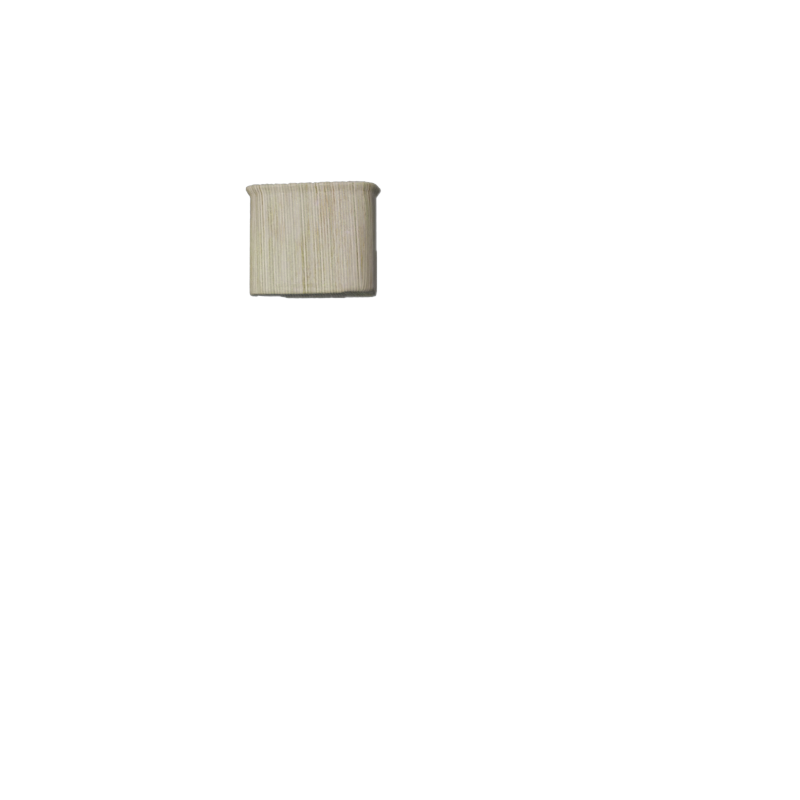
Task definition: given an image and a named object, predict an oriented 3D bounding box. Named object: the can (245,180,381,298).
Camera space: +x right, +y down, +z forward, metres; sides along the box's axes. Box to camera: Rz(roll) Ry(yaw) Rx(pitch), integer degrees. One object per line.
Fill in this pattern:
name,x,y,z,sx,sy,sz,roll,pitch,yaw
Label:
can,-0.066,-0.121,0.851,0.103,0.085,0.056,-1,-5,11
